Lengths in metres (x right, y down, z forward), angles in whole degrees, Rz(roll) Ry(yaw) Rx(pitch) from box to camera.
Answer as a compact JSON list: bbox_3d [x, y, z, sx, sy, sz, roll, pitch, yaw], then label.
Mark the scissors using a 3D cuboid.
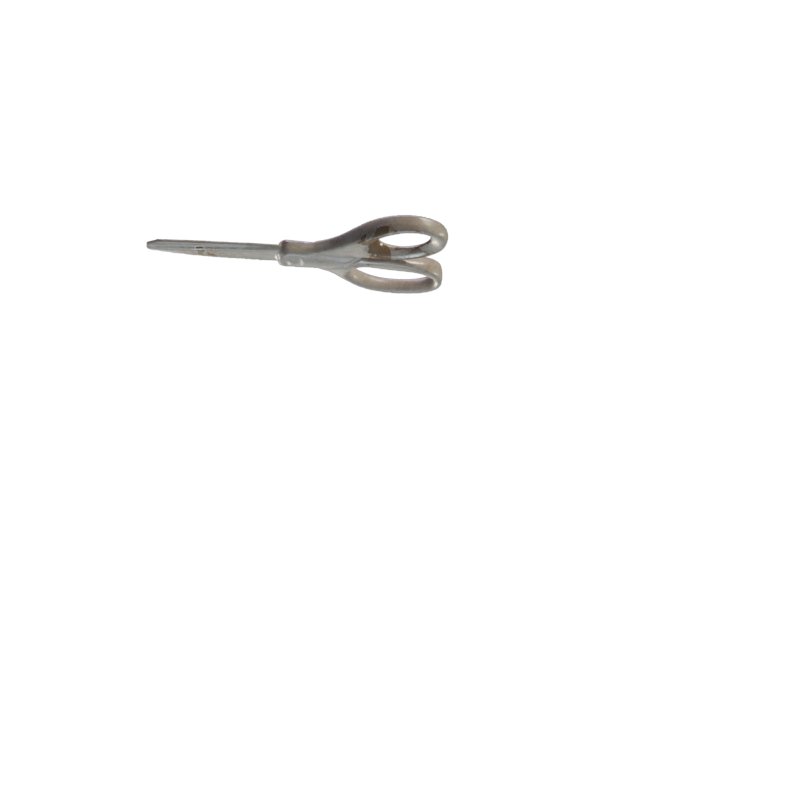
[{"bbox_3d":[-0.057,-0.104,0.729,0.195,0.017,0.094,10,-27,-20],"label":"scissors"}]
